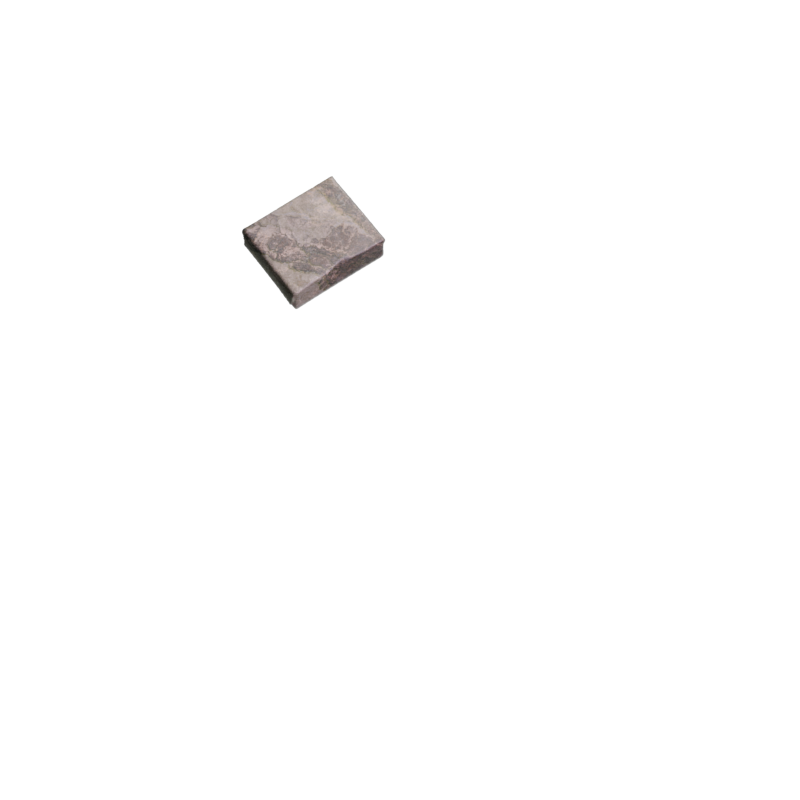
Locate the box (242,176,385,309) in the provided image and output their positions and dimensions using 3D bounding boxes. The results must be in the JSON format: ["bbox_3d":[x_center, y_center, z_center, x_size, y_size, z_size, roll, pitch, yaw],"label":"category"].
[{"bbox_3d":[-0.069,-0.125,0.874,0.089,0.077,0.028,-32,-23,-16],"label":"box"}]
